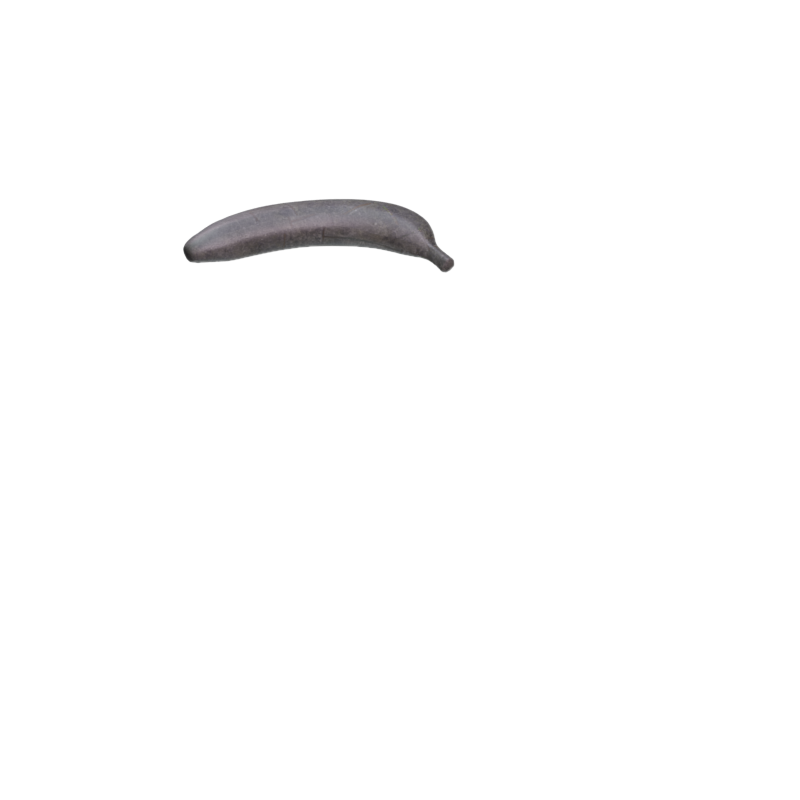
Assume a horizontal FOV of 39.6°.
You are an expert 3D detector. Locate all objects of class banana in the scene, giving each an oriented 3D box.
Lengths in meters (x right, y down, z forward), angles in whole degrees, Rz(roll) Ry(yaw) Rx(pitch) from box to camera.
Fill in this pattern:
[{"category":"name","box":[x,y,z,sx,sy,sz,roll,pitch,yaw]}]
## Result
[{"category":"banana","box":[-0.061,-0.126,0.831,0.198,0.035,0.074,0,29,1]}]
